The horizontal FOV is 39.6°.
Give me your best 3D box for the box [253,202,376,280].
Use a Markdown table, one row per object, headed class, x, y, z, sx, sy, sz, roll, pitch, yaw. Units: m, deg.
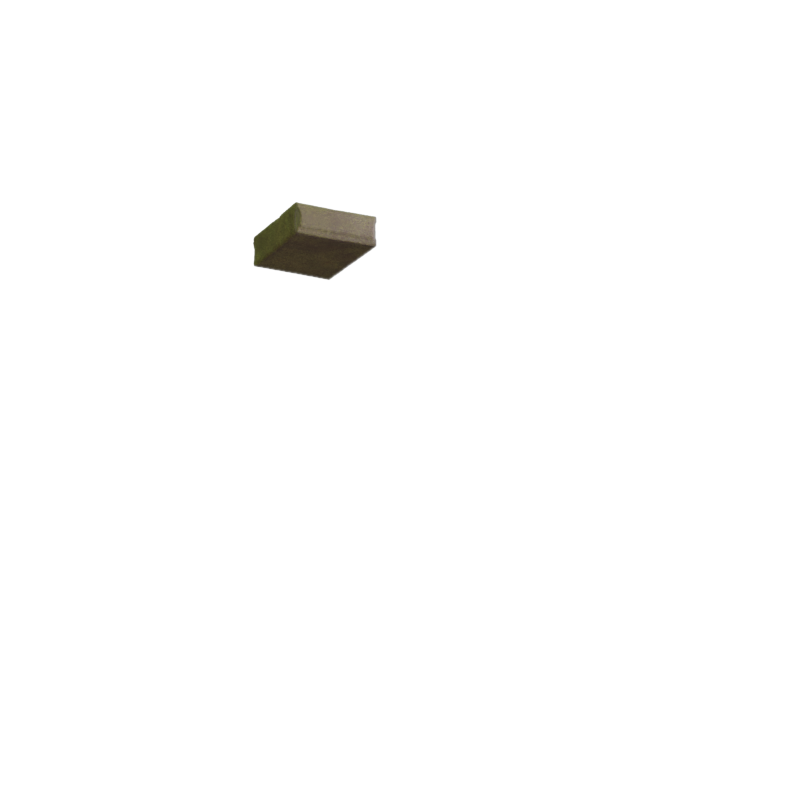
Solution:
| class | x | y | z | sx | sy | sz | roll | pitch | yaw |
| --- | --- | --- | --- | --- | --- | --- | --- | --- | --- |
| box | -0.072 | -0.131 | 0.917 | 0.070 | 0.031 | 0.089 | 8 | -17 | -27 |
